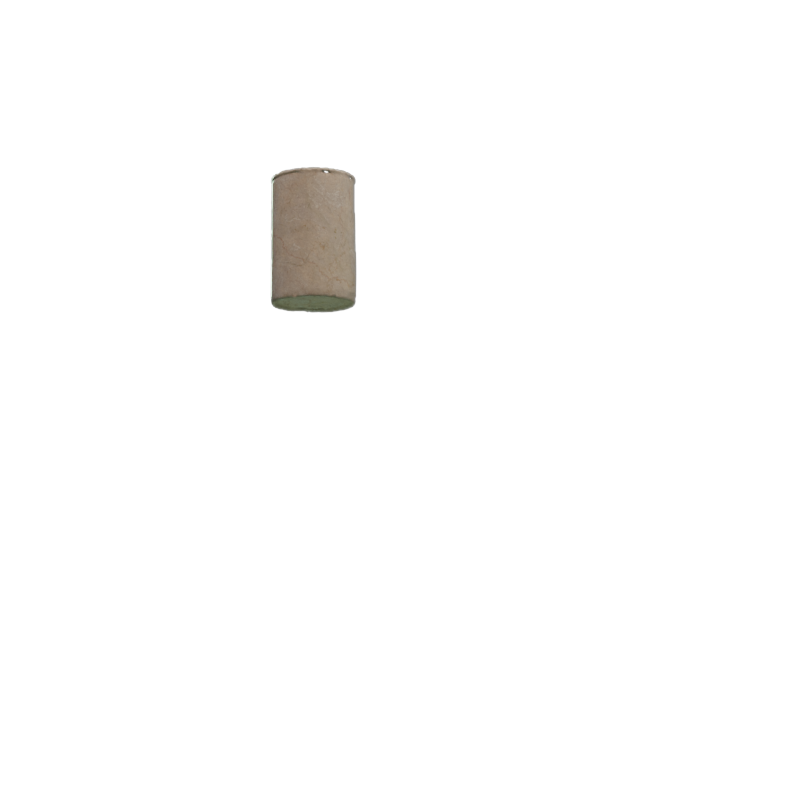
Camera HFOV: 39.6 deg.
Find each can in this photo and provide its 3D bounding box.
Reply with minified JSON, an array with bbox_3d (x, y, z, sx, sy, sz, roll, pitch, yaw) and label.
[{"bbox_3d":[-0.068,-0.125,0.872,0.068,0.105,0.067,0,-12,-2],"label":"can"}]
